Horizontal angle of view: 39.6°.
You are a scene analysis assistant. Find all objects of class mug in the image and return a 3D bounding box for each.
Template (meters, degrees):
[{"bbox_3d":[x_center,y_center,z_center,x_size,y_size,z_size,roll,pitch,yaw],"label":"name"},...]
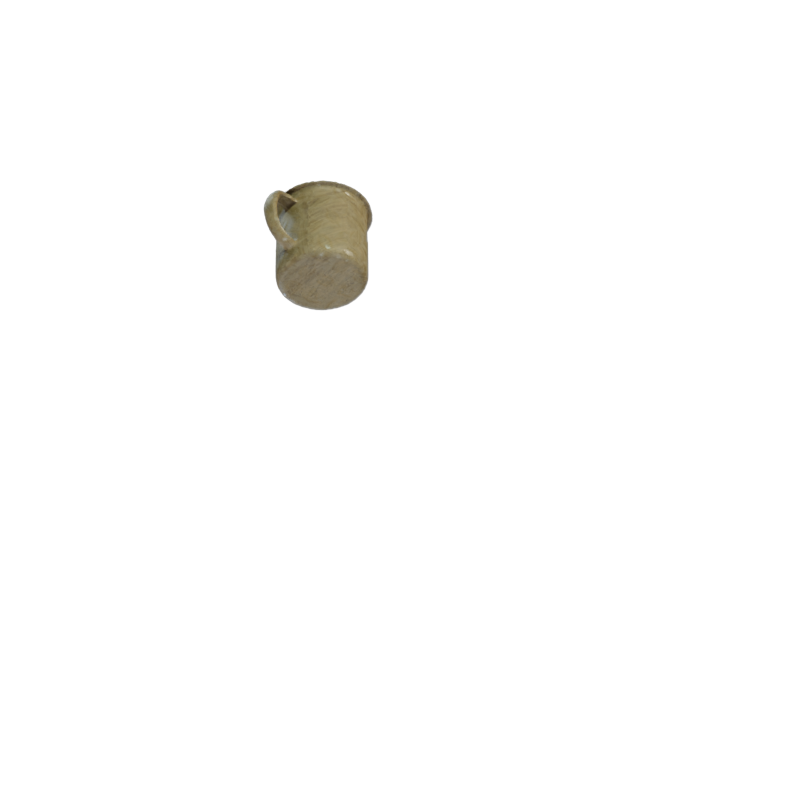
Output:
[{"bbox_3d":[-0.077,-0.140,0.982,0.093,0.087,0.109,-27,-46,27],"label":"mug"}]
